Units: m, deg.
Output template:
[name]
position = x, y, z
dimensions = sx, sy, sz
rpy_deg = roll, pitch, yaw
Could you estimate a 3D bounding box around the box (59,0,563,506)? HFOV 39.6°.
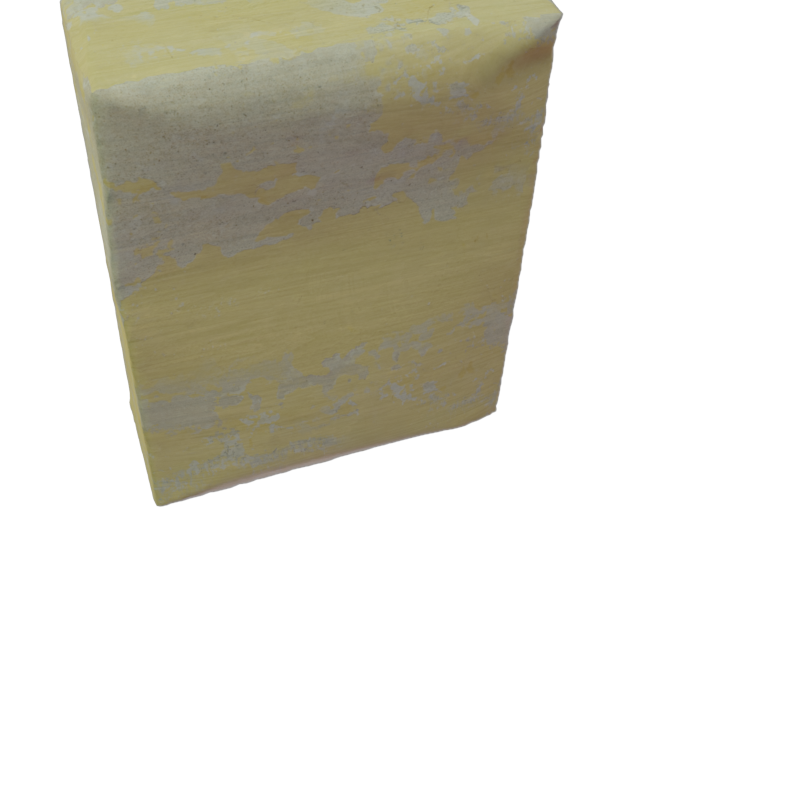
[box]
position = -0.035, -0.063, 0.441
dimensions = 0.162, 0.199, 0.078
rpy_deg = -13, 48, -15
